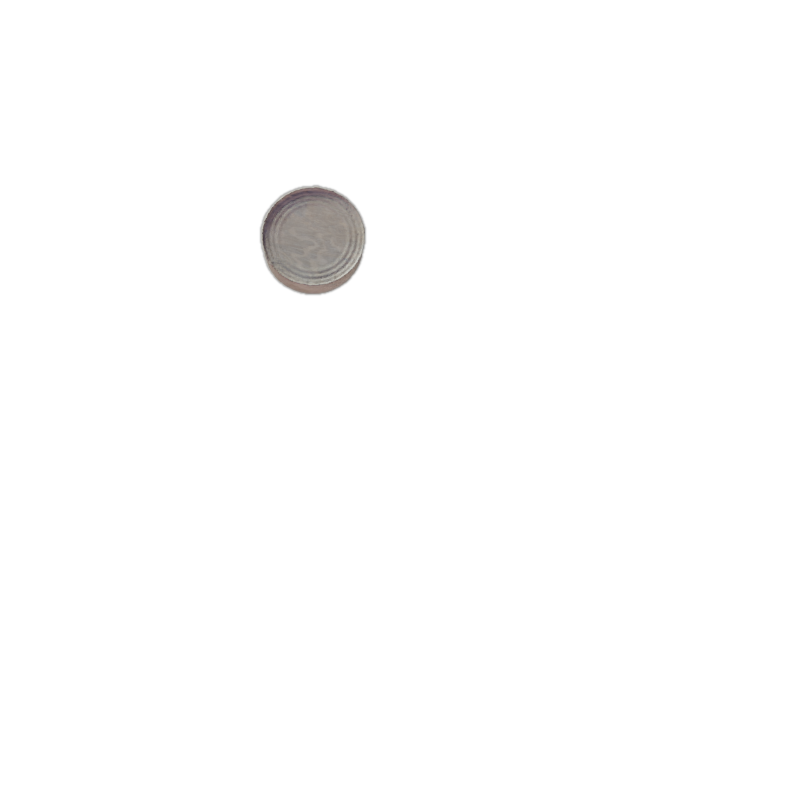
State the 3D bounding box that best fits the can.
[{"bbox_3d":[-0.072,-0.132,0.924,0.086,0.089,0.032,-1,-17,-1],"label":"can"}]
